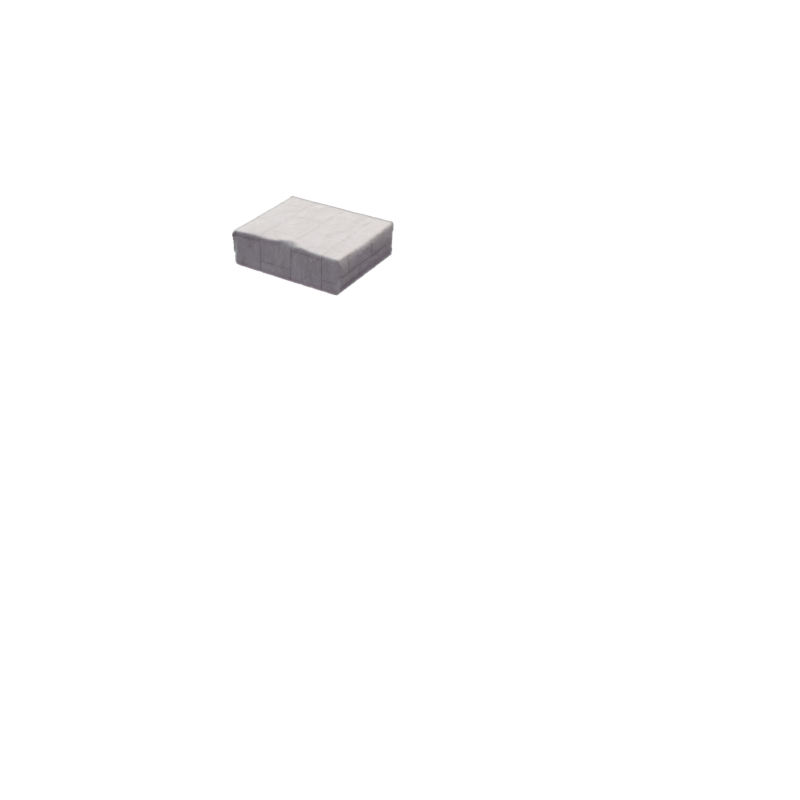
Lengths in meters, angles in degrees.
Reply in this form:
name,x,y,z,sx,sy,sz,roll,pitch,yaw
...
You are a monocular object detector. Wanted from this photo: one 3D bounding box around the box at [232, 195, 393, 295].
name,x,y,z,sx,sy,sz,roll,pitch,yaw
box,-0.061,-0.111,0.776,0.094,0.028,0.074,19,36,27
